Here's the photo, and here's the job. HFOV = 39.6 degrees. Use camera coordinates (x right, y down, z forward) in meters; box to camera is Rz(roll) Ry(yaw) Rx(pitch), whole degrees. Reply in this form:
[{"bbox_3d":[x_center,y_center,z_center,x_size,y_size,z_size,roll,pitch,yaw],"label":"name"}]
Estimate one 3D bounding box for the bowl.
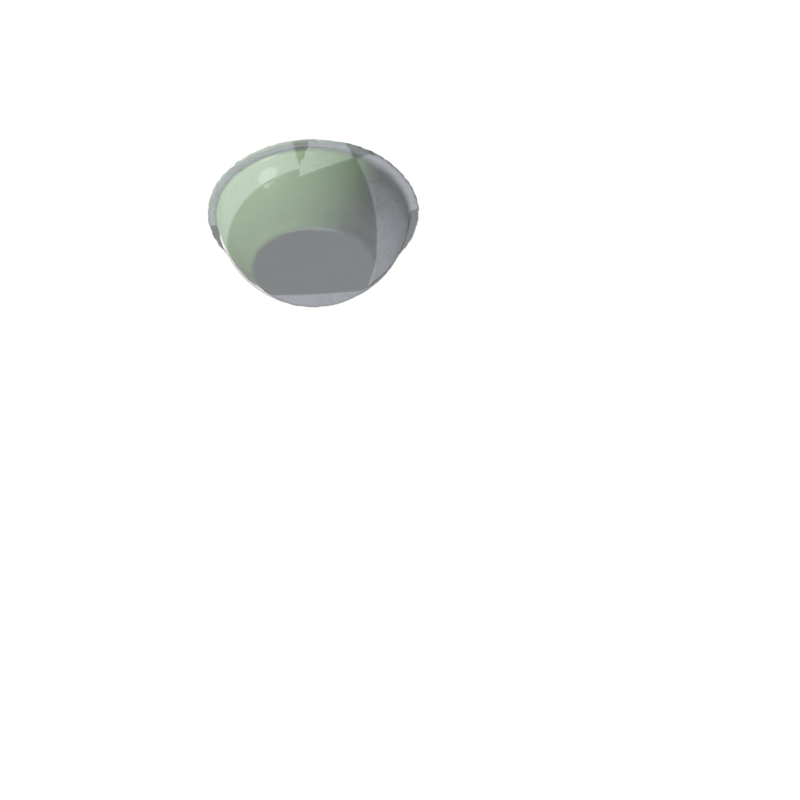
[{"bbox_3d":[-0.065,-0.119,0.833,0.162,0.059,0.151,1,-37,-2],"label":"bowl"}]
